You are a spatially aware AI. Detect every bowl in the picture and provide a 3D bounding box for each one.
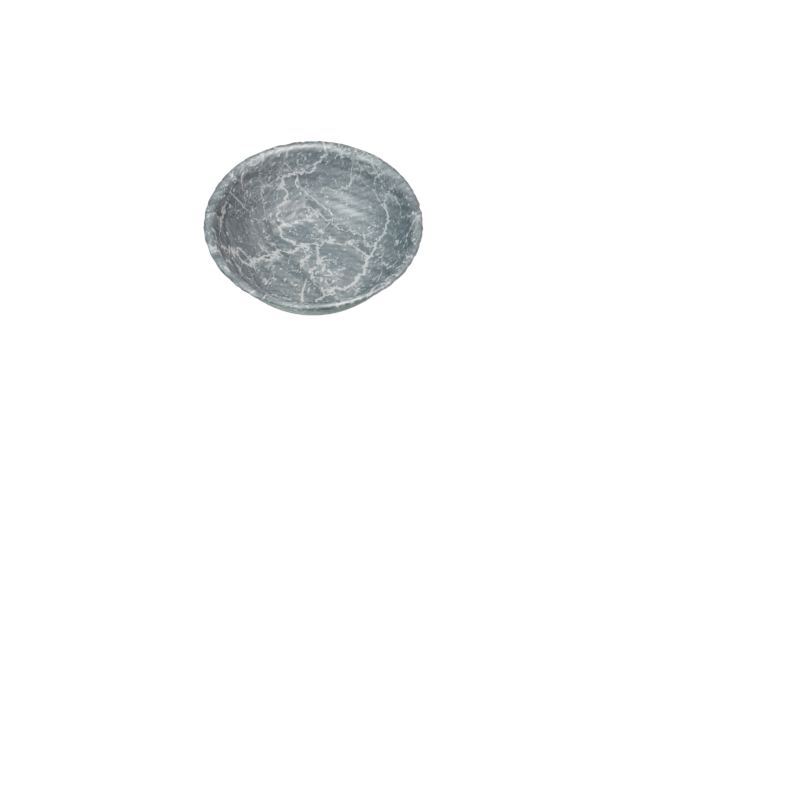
[{"bbox_3d":[-0.065,-0.119,0.836,0.162,0.174,0.051,-1,-36,-1],"label":"bowl"}]
